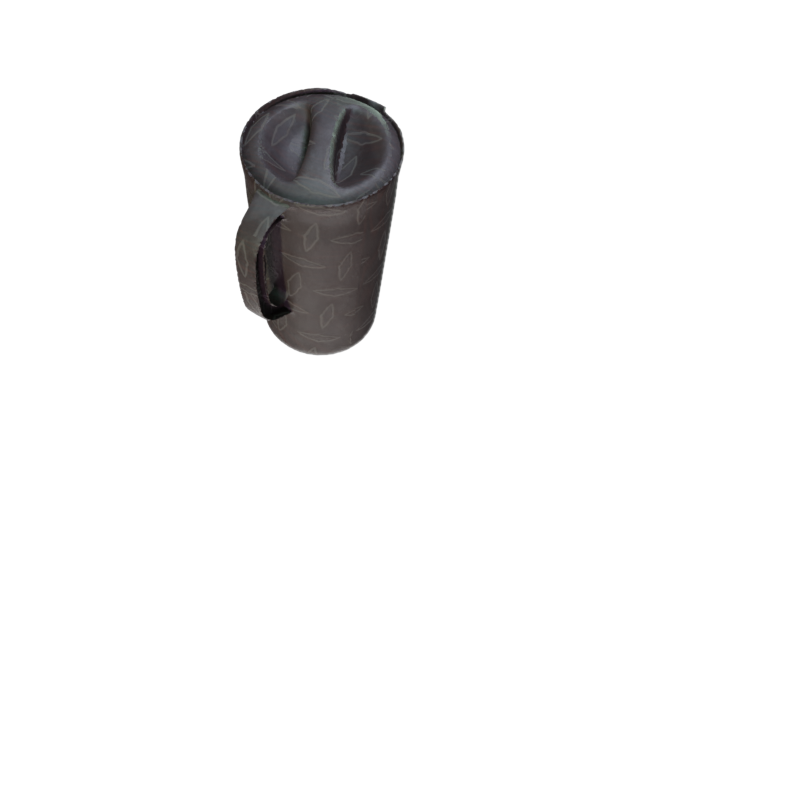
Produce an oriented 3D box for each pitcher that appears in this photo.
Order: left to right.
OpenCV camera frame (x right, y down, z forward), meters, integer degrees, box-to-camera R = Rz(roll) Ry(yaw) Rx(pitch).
[{"bbox_3d":[-0.076,-0.139,0.975,0.148,0.156,0.227,-9,-34,-9],"label":"pitcher"}]
